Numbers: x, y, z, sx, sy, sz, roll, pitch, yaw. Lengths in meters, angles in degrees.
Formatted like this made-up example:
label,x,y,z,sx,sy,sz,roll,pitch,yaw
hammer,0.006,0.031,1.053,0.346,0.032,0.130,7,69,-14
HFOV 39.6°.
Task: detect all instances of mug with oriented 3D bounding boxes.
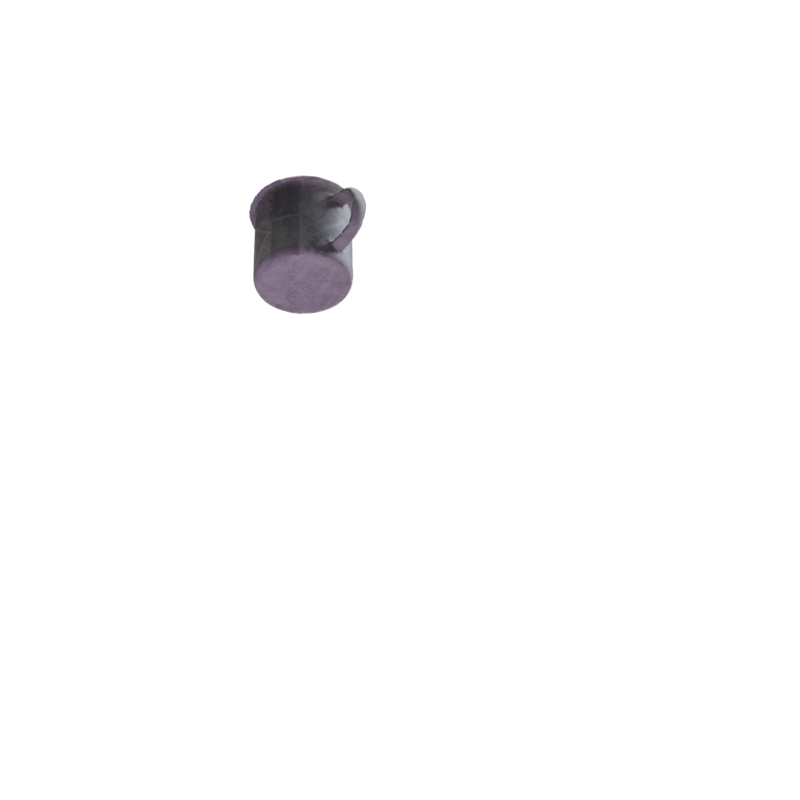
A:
label,x,y,z,sx,sy,sz,roll,pitch,yaw
mug,-0.072,-0.131,0.917,0.117,0.087,0.087,-31,-47,32
